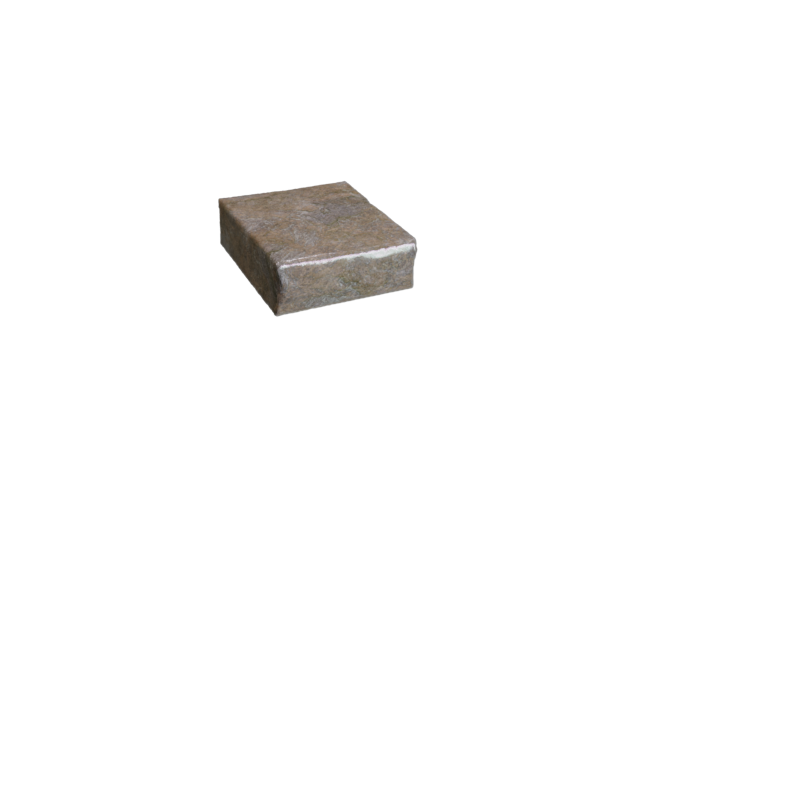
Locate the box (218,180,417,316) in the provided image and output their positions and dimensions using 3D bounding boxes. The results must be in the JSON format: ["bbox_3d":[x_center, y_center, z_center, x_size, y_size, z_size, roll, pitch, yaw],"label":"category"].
[{"bbox_3d":[-0.043,-0.079,0.555,0.072,0.028,0.096,-12,32,-21],"label":"box"}]
